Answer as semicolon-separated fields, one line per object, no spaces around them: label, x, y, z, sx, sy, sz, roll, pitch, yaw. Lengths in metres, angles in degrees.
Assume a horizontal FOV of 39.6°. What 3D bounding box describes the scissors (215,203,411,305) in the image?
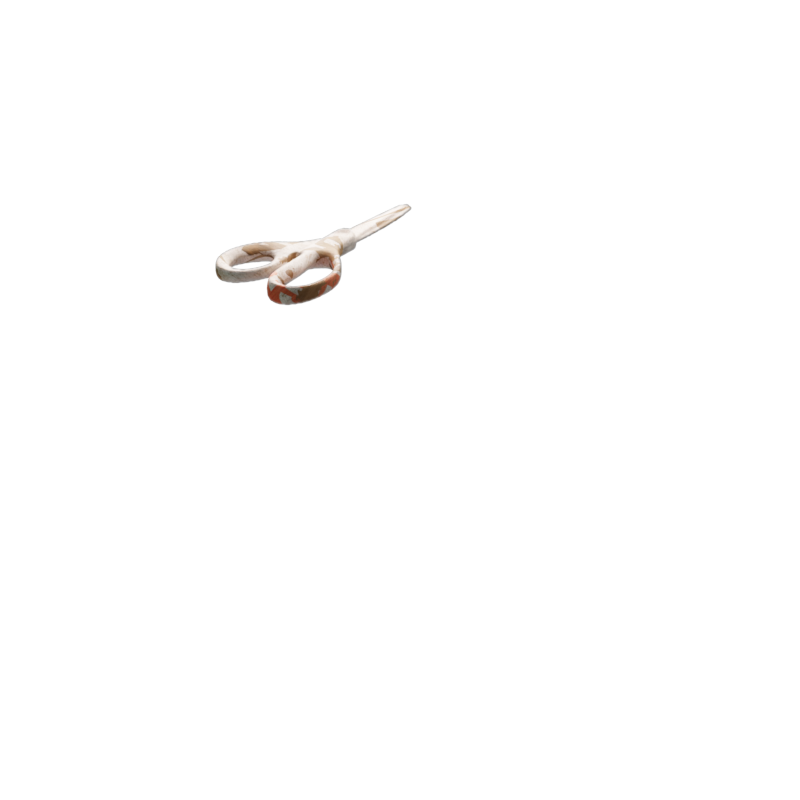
scissors;-0.063;-0.114;0.801;0.099;0.015;0.207;7;28;14
